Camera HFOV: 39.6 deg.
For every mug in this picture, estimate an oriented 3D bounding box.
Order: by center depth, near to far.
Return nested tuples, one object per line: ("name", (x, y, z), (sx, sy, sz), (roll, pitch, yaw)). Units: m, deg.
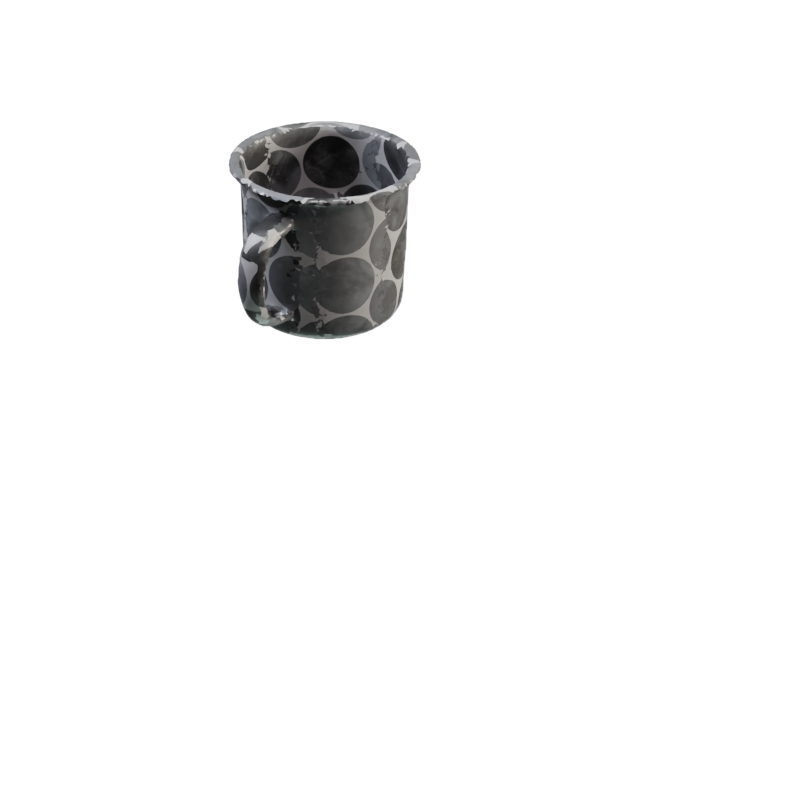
("mug", (-0.043, -0.078, 0.547), (0.097, 0.076, 0.120), (15, 36, 20))
